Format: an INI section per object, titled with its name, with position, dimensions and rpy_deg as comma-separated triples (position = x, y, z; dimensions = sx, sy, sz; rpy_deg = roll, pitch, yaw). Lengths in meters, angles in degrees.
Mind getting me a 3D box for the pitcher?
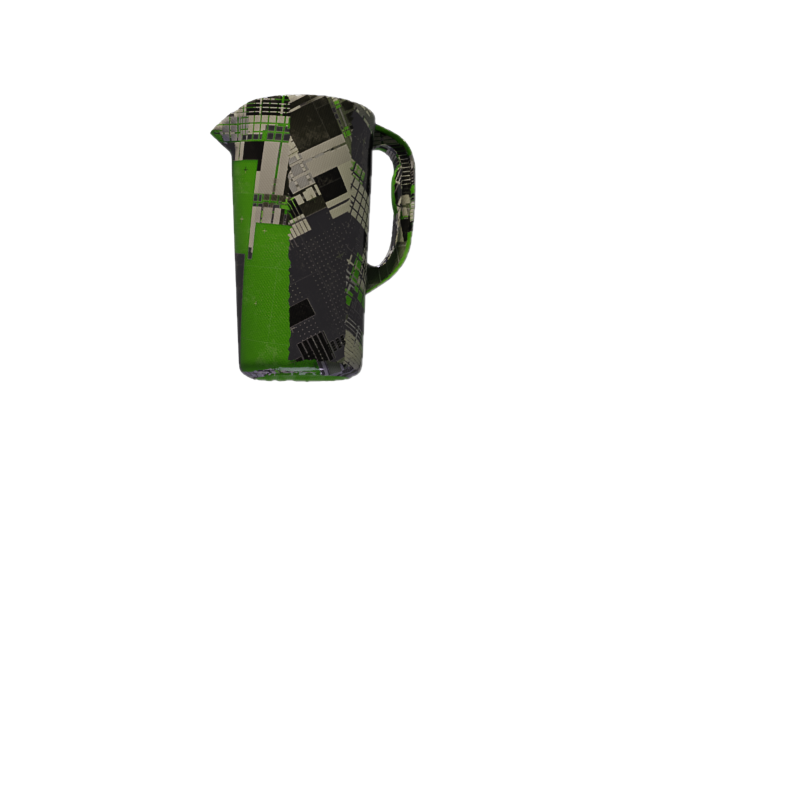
[pitcher]
position = -0.077, -0.141, 0.987
dimensions = 0.153, 0.249, 0.138
rpy_deg = -5, -10, 26
